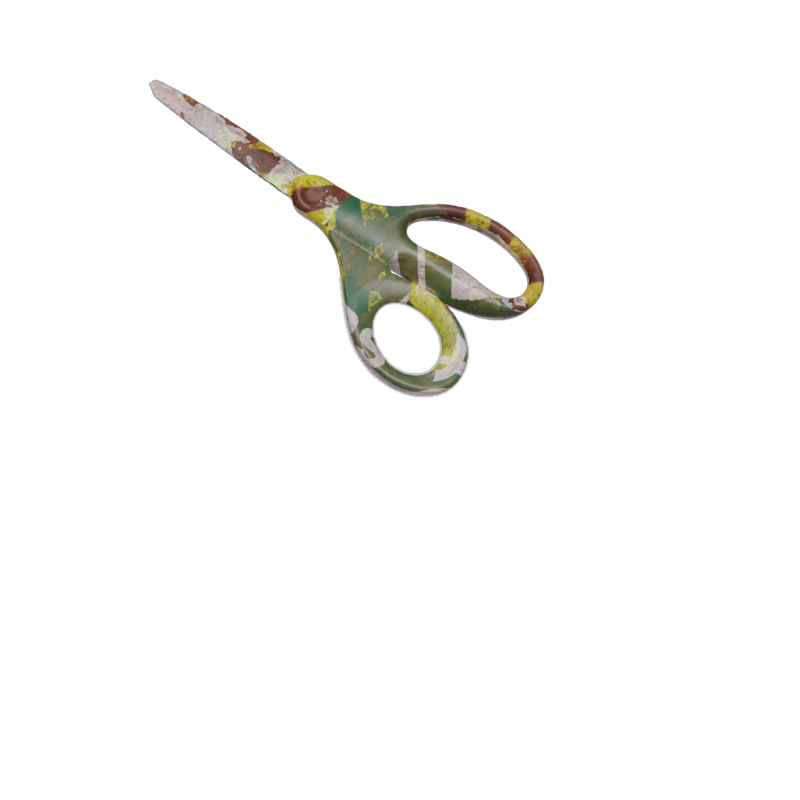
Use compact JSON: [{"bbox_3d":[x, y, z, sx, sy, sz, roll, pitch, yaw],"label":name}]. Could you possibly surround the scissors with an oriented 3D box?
[{"bbox_3d":[-0.038,-0.070,0.491,0.205,0.099,0.015,21,-19,7],"label":"scissors"}]
